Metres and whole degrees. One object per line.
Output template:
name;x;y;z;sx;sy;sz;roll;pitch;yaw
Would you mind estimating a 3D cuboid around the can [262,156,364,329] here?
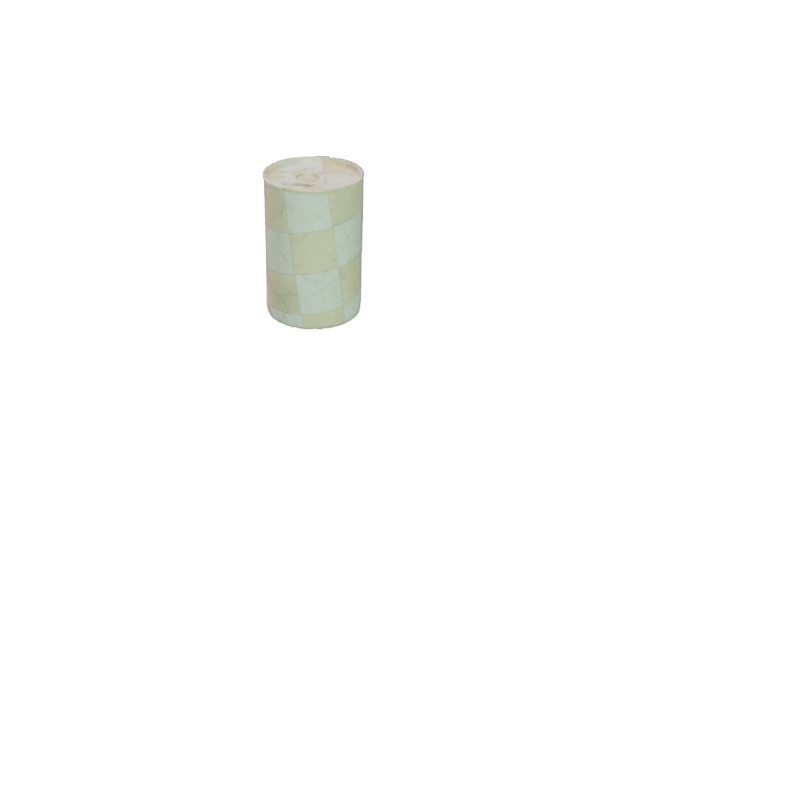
can;-0.059;-0.108;0.759;0.068;0.097;0.072;0;27;-2
